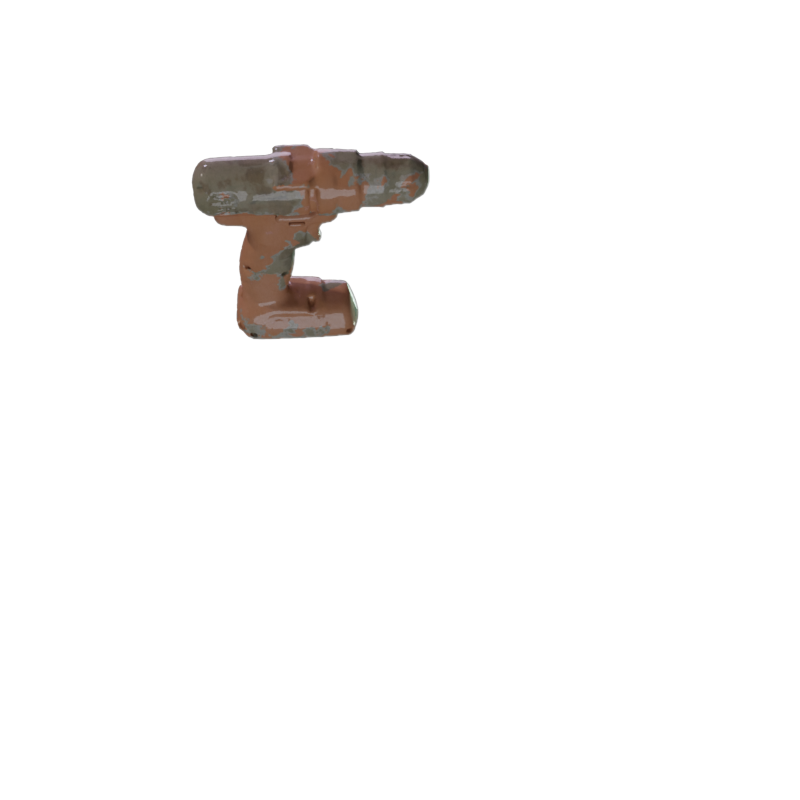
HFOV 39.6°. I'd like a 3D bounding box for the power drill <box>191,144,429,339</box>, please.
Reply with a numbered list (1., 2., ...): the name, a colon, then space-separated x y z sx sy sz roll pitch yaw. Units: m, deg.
1. power drill: -0.071 -0.130 0.912 0.184 0.062 0.175 0 -41 0
